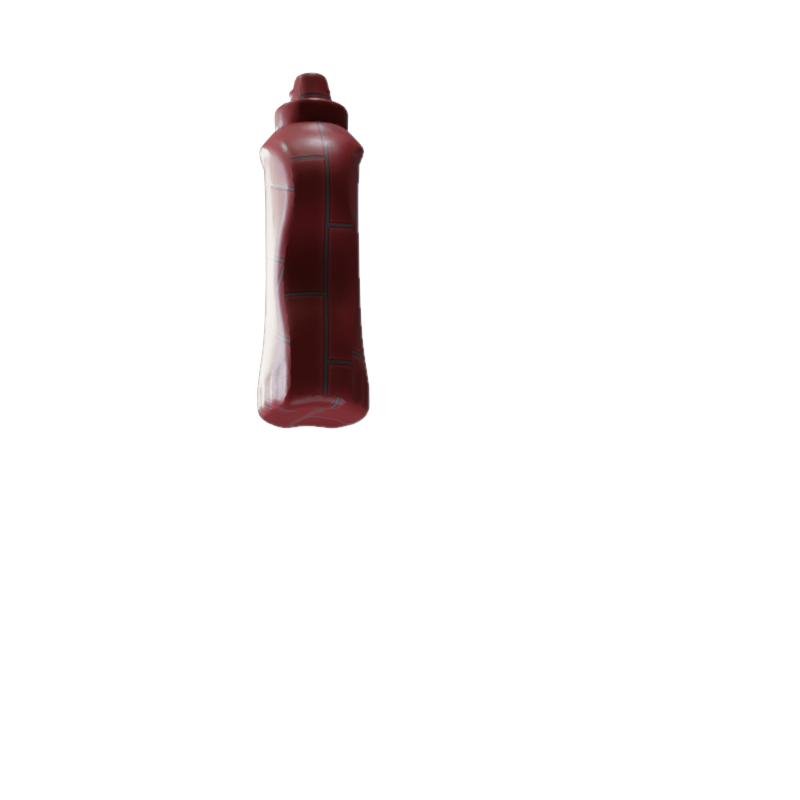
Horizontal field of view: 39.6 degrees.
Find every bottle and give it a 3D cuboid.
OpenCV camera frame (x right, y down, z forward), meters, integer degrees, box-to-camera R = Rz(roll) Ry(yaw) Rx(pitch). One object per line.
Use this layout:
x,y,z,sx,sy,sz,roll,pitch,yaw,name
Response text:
-0.047,-0.085,0.597,0.058,0.199,0.093,0,-14,-5,bottle
